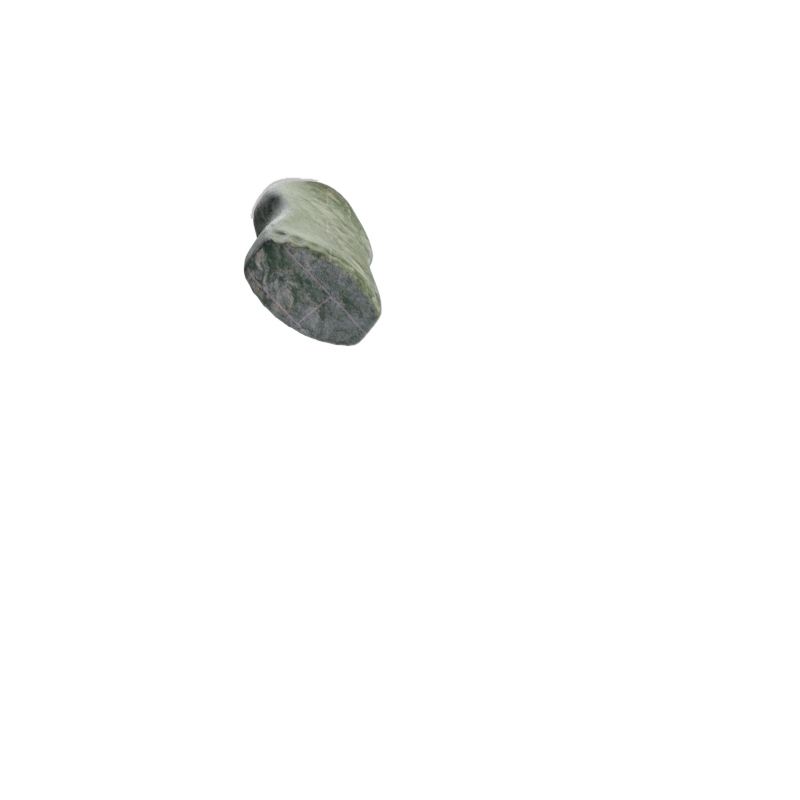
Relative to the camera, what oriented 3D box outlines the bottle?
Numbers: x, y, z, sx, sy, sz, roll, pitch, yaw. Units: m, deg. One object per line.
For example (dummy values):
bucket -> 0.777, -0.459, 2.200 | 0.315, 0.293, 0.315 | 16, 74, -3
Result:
bottle -> -0.064, -0.116, 0.815 | 0.093, 0.057, 0.203 | 29, 23, -18
